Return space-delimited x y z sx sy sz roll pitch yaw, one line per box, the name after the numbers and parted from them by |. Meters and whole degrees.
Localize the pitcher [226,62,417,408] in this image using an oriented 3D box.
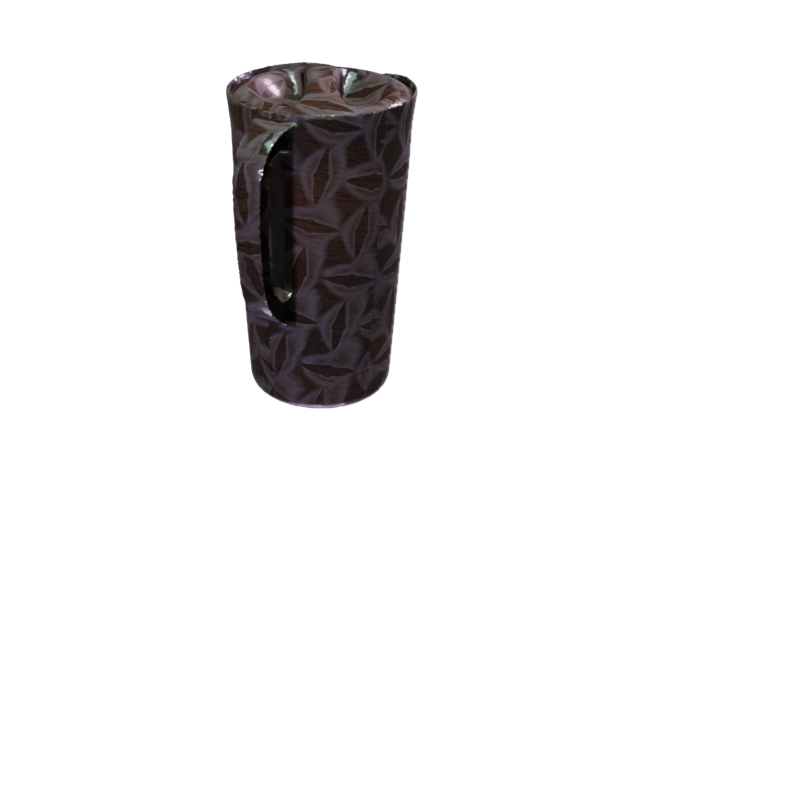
-0.063 -0.116 0.810 0.147 0.230 0.156 -9 29 -19 | pitcher
